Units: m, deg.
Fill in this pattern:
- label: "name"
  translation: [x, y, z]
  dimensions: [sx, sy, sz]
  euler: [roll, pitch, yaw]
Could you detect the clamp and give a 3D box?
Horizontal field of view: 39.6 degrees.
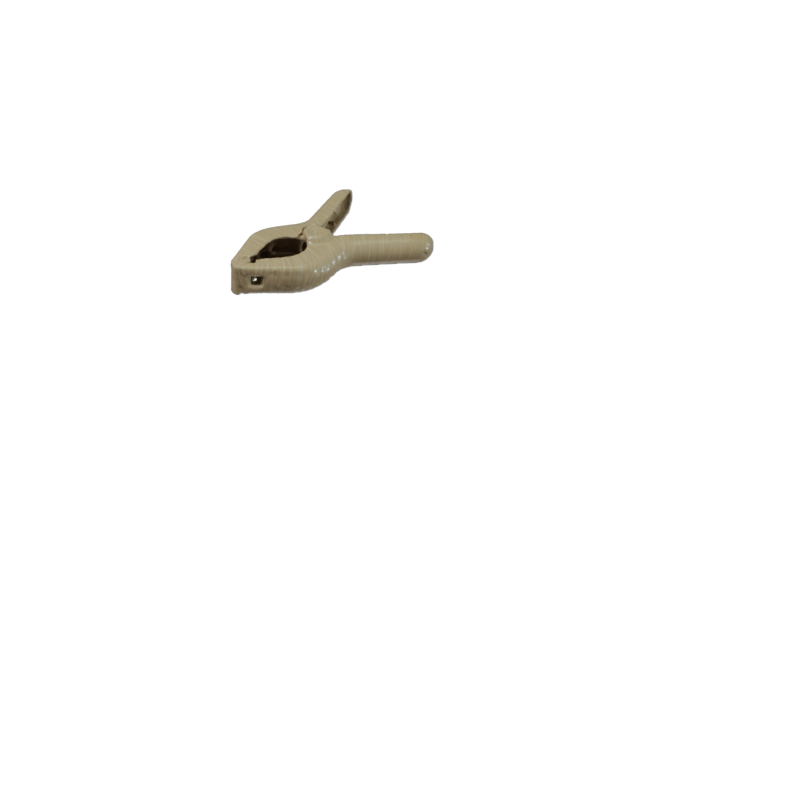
- label: "clamp"
  translation: [-0.072, -0.132, 0.922]
  dimensions: [0.168, 0.037, 0.129]
  euler: [-16, 33, -27]
